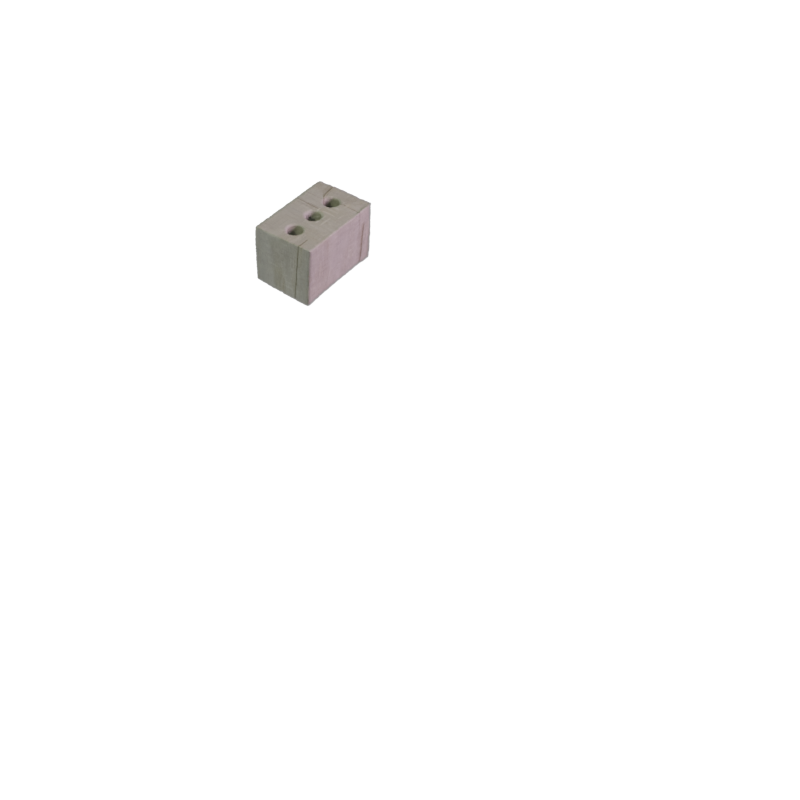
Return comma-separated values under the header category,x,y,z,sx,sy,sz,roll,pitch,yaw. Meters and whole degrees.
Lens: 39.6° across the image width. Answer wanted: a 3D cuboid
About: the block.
category,x,y,z,sx,sy,sz,roll,pitch,yaw
block,-0.066,-0.120,0.837,0.056,0.048,0.079,26,48,24
